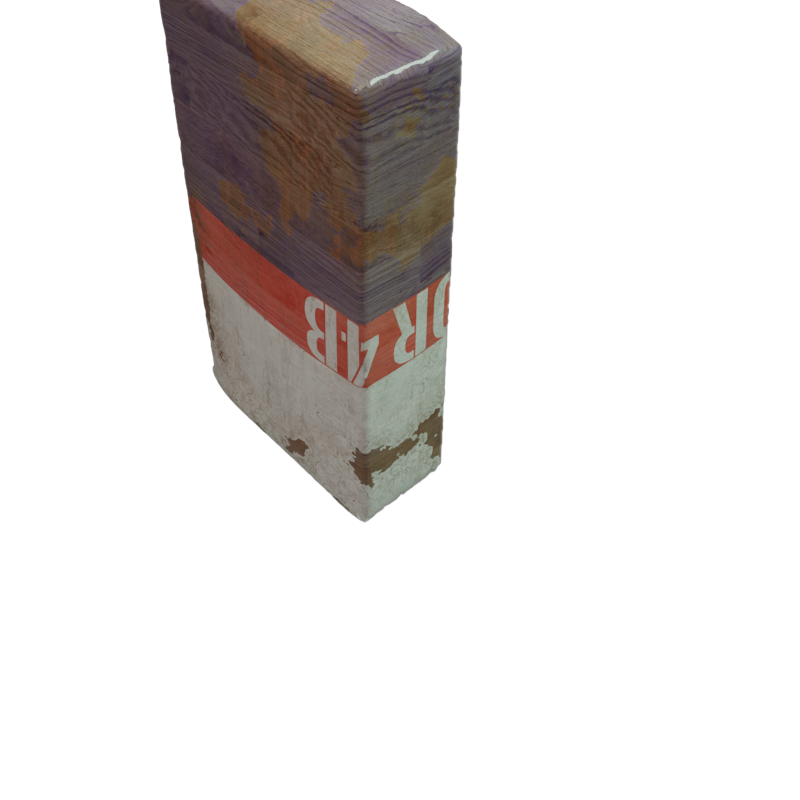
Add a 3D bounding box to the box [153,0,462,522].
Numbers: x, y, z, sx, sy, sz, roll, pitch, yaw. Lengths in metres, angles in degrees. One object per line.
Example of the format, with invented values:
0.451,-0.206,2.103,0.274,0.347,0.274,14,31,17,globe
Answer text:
-0.028,-0.051,0.359,0.048,0.164,0.100,-29,52,-30,box
